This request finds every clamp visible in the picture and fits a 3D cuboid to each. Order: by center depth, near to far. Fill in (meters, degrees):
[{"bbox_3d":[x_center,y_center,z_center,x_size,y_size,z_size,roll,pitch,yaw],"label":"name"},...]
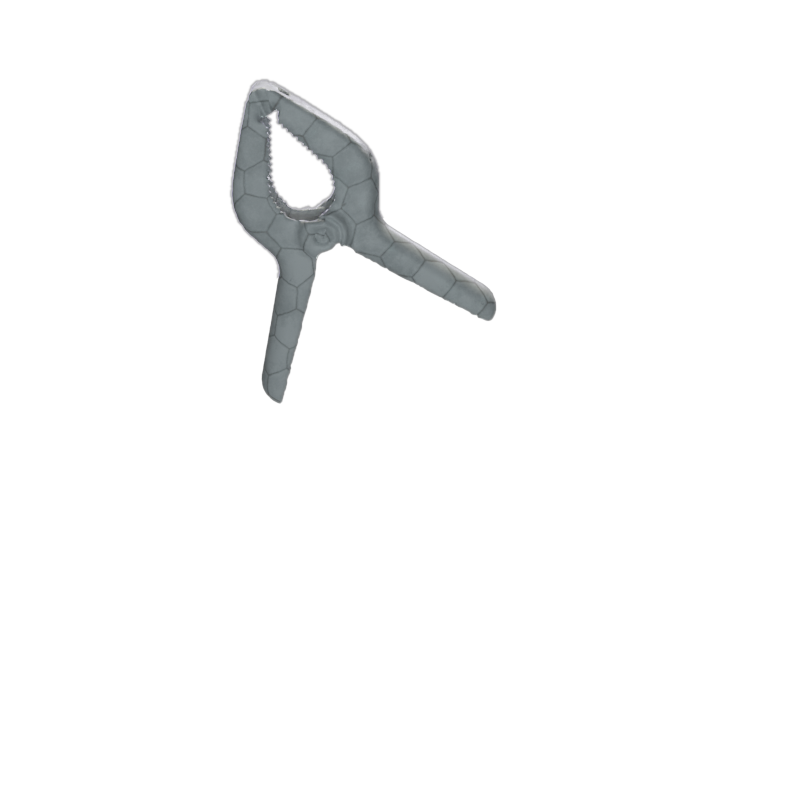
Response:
[{"bbox_3d":[-0.056,-0.102,0.713,0.164,0.201,0.038,-29,17,10],"label":"clamp"}]
